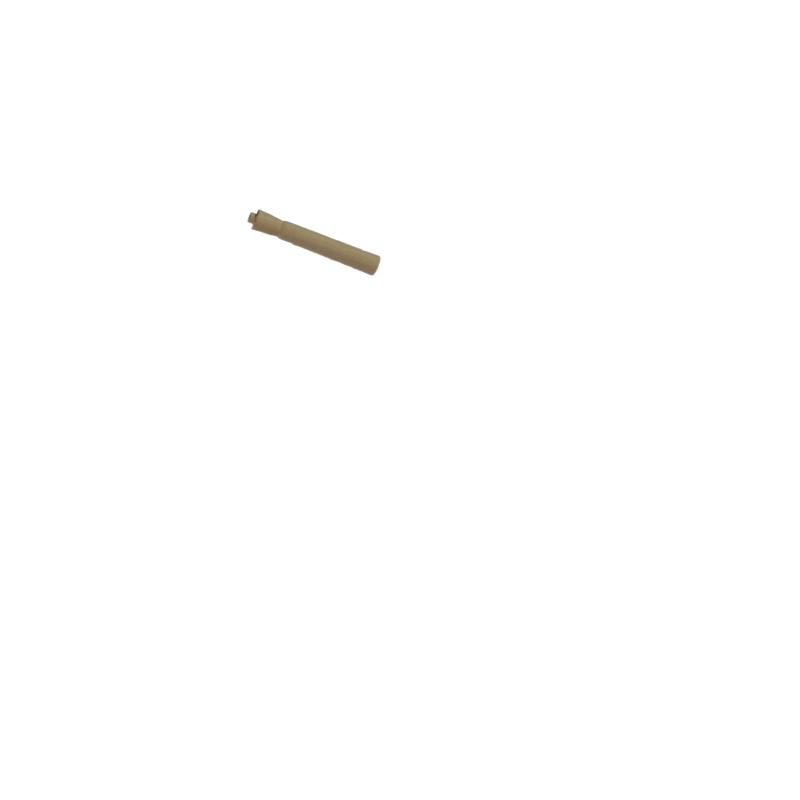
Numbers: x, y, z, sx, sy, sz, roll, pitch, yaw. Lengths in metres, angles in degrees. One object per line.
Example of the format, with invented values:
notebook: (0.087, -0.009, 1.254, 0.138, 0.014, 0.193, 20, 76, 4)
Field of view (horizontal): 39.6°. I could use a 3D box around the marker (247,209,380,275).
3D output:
marker: (-0.076, -0.138, 0.969, 0.119, 0.020, 0.020, 20, 0, -8)
